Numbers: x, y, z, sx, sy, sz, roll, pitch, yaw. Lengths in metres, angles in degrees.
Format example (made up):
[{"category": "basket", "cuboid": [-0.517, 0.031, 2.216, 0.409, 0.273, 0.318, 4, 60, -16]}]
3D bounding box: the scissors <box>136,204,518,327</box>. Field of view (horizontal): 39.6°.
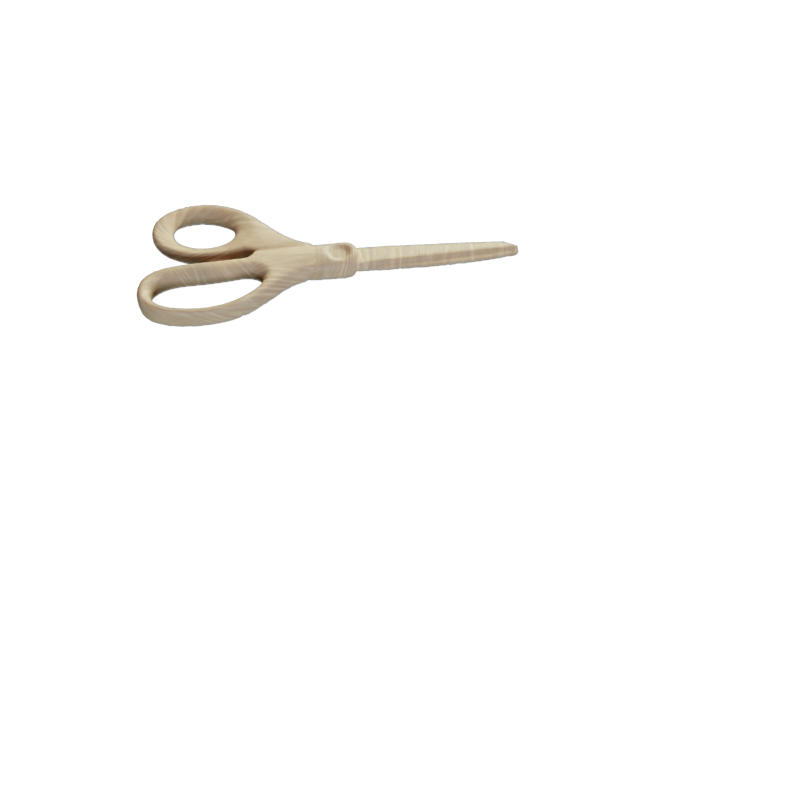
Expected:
[{"category": "scissors", "cuboid": [-0.047, -0.086, 0.603, 0.199, 0.015, 0.104, -16, 47, -16]}]
